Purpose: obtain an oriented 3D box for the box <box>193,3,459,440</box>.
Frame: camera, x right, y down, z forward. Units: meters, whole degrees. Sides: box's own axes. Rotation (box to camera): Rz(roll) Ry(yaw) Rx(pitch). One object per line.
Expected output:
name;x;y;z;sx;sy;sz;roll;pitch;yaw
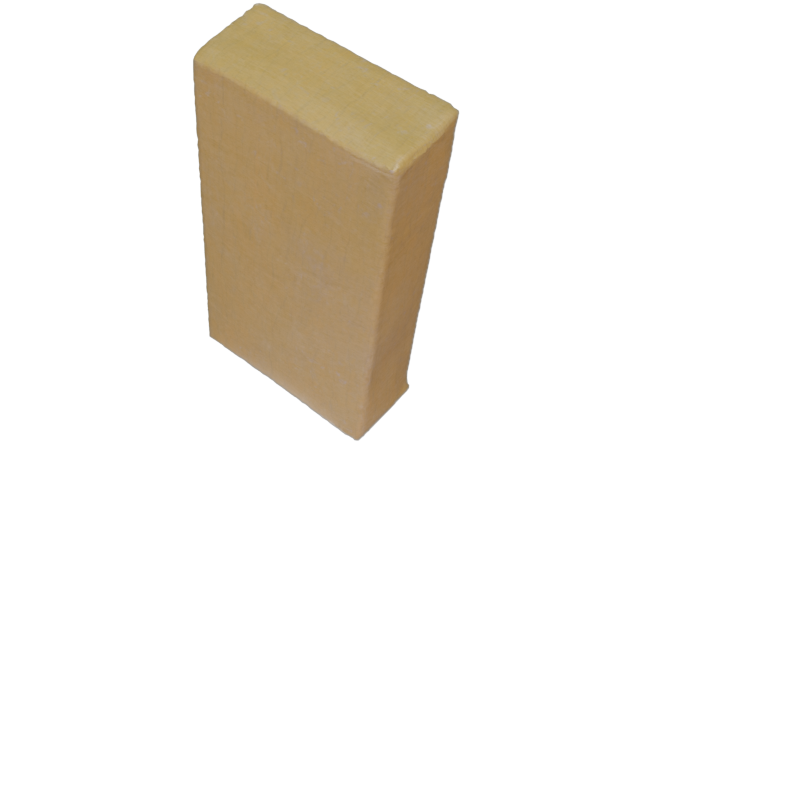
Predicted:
box;-0.035;-0.064;0.449;0.098;0.049;0.165;34;-29;18
